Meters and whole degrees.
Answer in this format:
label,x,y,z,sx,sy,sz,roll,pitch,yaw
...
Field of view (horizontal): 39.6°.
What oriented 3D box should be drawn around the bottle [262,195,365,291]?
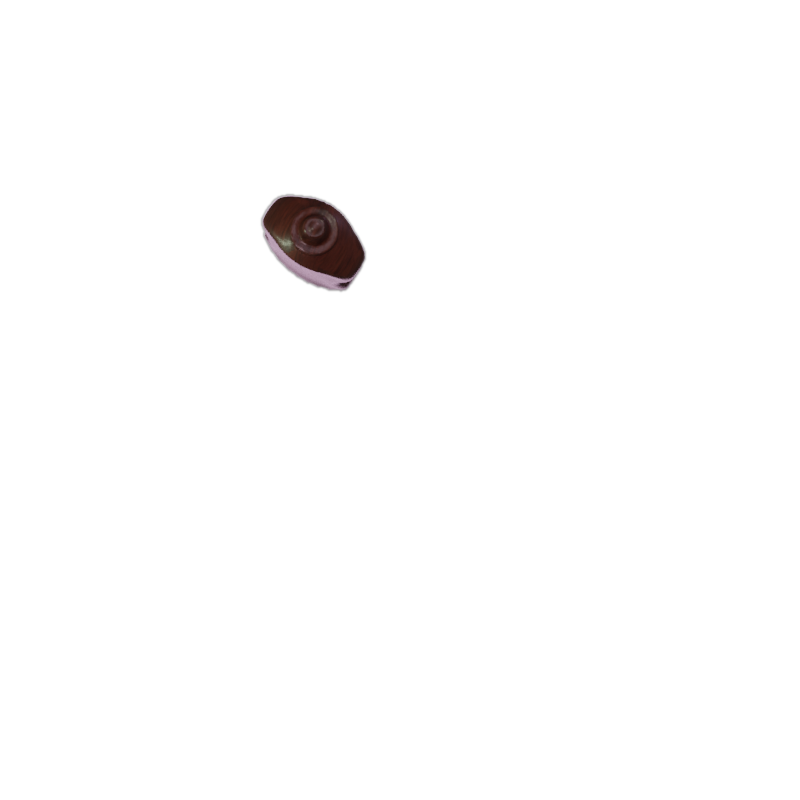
label,x,y,z,sx,sy,sz,roll,pitch,yaw
bottle,-0.077,-0.141,0.987,0.096,0.059,0.191,36,-2,-3
